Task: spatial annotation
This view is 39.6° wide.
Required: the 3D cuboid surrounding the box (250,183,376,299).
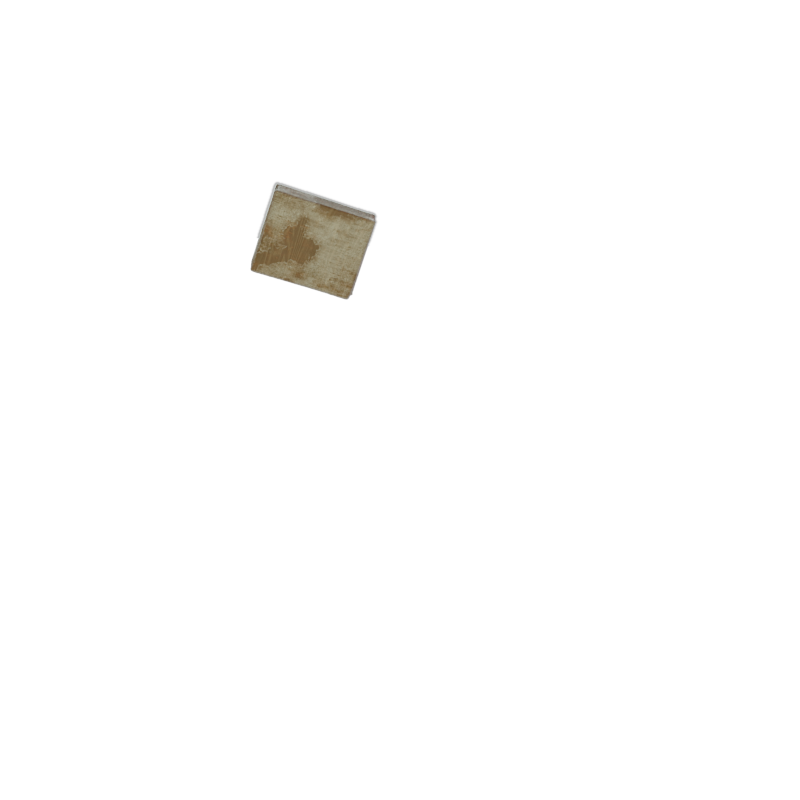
[{"bbox_3d":[-0.072,-0.132,0.927,0.088,0.071,0.031,17,17,-6],"label":"box"}]
